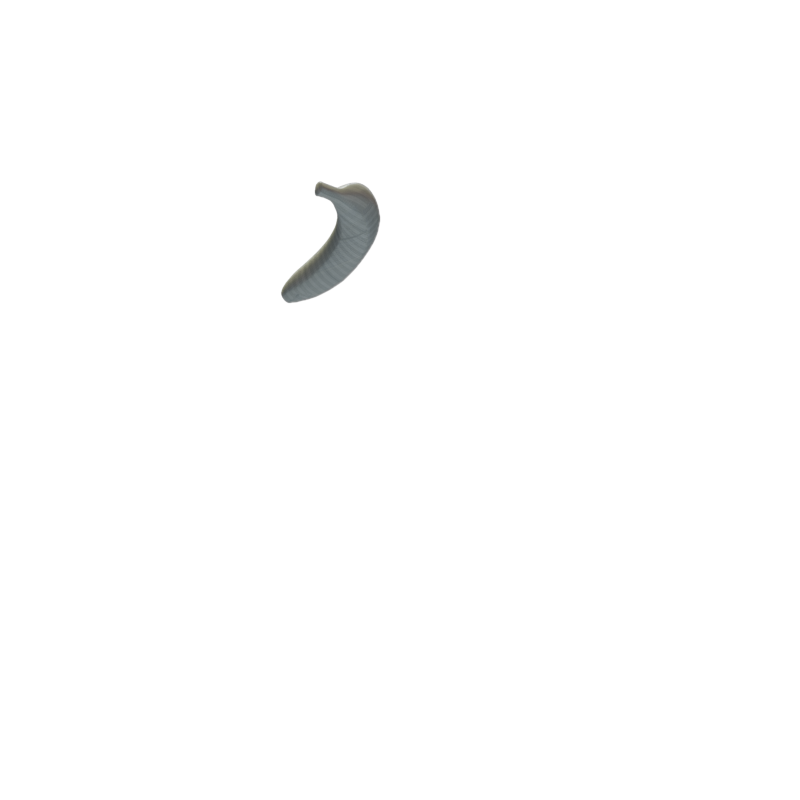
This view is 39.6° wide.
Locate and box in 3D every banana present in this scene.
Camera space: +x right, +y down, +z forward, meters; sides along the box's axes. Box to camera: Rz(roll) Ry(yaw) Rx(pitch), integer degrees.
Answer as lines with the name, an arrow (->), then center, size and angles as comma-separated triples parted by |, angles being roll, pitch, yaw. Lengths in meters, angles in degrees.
banana -> -0.059, -0.142, 0.991 | 0.068, 0.039, 0.189 | 6, -28, -12
